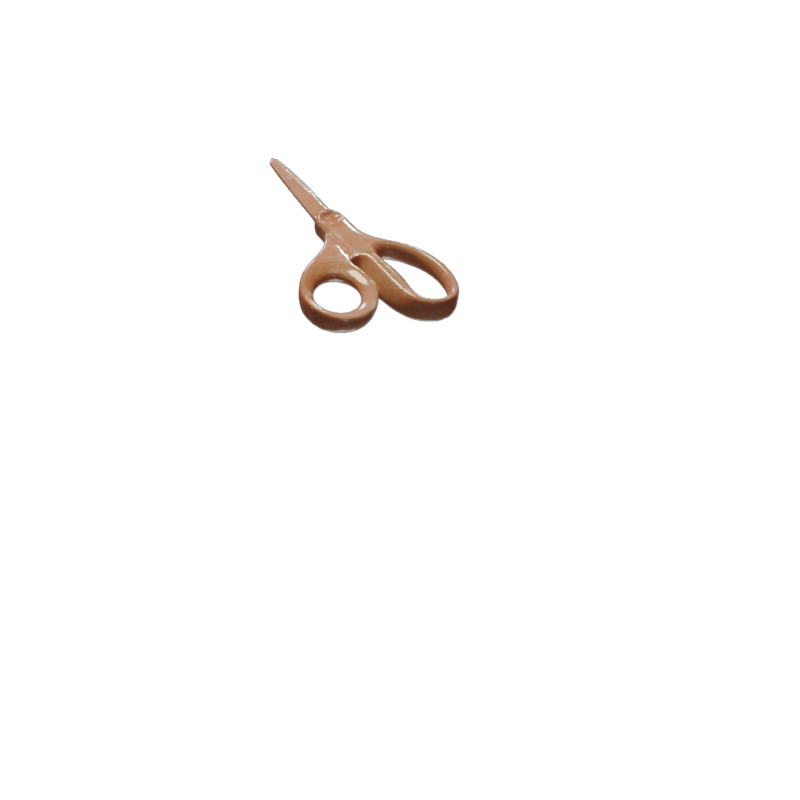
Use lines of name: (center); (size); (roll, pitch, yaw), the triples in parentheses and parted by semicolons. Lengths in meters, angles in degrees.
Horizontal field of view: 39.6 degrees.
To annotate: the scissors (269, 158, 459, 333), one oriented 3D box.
scissors: (-0.052, -0.094, 0.661); (0.096, 0.015, 0.217); (-26, 44, -31)
